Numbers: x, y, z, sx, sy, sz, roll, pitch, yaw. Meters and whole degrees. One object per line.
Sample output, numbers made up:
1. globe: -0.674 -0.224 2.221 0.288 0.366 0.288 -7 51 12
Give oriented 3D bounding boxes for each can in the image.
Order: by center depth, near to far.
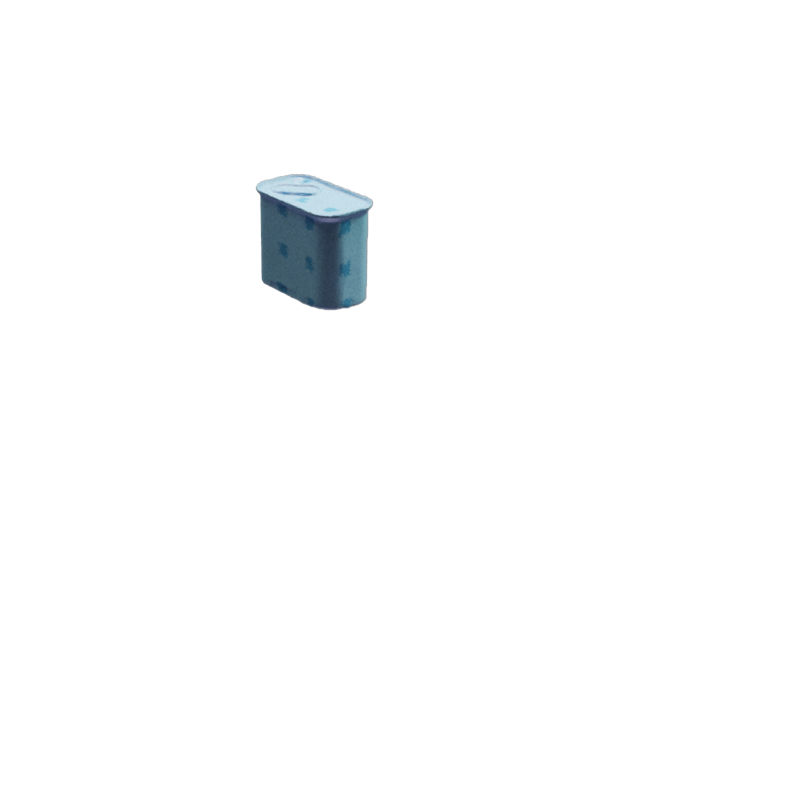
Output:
1. can: -0.070 -0.128 0.895 0.057 0.079 0.109 -19 33 -37
